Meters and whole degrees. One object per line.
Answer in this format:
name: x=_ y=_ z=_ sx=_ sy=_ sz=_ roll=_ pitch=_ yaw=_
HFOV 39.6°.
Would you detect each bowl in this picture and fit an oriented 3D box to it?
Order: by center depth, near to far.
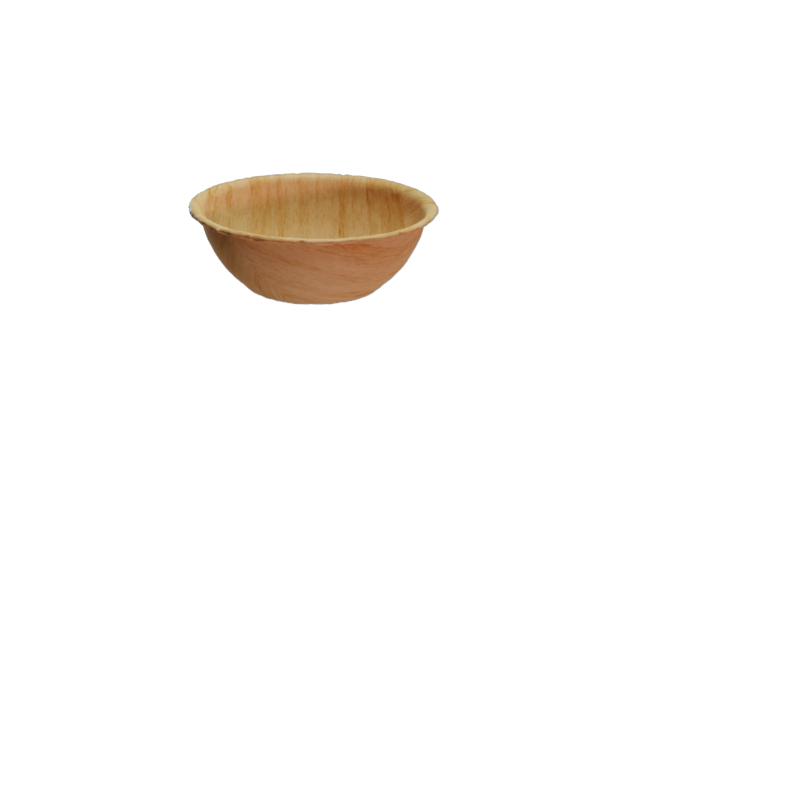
bowl: x=-0.057 y=-0.104 z=0.726 sx=0.162 sy=0.052 sz=0.170 roll=-1 pitch=24 yaw=-2
